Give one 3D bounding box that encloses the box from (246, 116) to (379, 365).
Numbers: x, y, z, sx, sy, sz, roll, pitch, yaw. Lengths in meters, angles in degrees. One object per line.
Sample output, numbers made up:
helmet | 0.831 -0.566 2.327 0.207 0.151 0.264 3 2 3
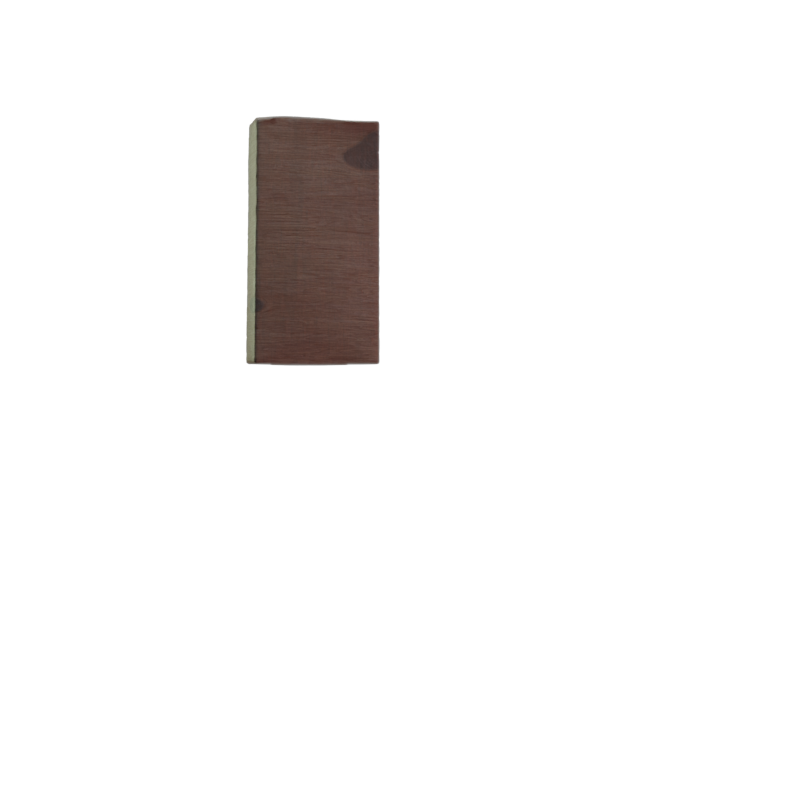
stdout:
box | -0.063 -0.114 0.799 0.092 0.178 0.048 0 -3 -13
